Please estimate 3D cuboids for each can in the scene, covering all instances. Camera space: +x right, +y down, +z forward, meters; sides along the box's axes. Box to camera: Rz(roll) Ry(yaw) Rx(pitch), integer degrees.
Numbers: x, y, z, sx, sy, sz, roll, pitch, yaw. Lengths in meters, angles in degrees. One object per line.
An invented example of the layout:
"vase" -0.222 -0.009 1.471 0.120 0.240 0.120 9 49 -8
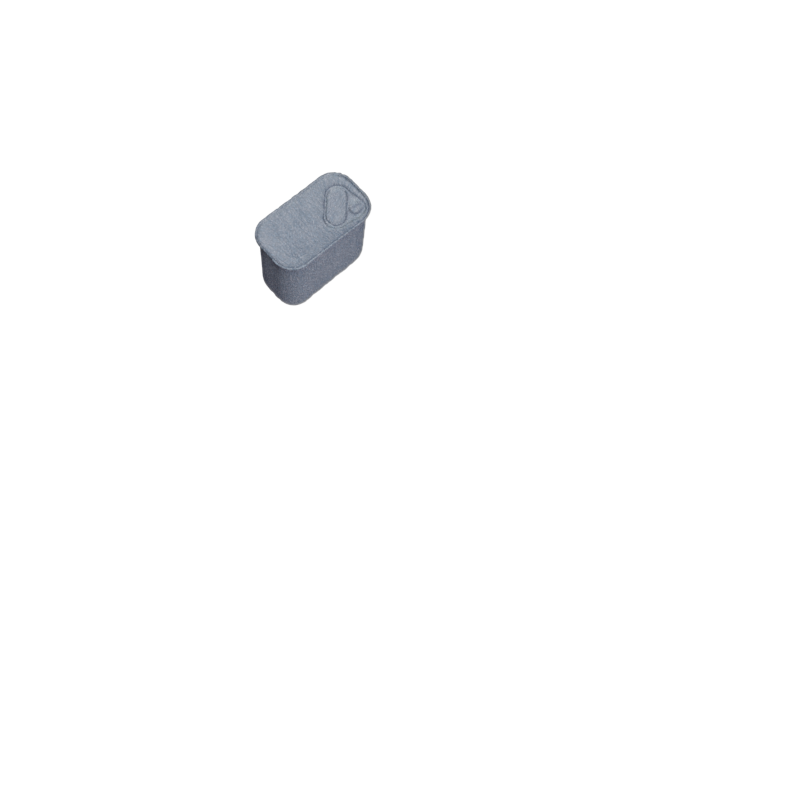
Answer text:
"can" -0.076 -0.139 0.976 0.103 0.060 0.079 -40 -15 -17
